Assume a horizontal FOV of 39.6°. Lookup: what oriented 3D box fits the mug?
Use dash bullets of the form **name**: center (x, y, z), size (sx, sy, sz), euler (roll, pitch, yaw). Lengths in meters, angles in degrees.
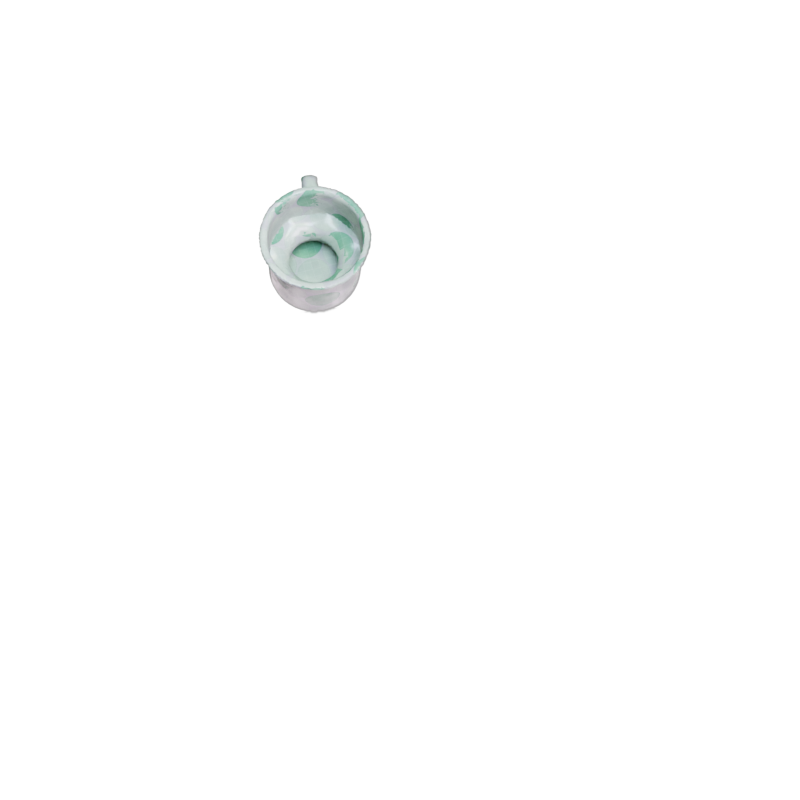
- **mug**: center (-0.075, -0.137, 0.960), size (0.093, 0.123, 0.078), euler (-7, -19, -4)
